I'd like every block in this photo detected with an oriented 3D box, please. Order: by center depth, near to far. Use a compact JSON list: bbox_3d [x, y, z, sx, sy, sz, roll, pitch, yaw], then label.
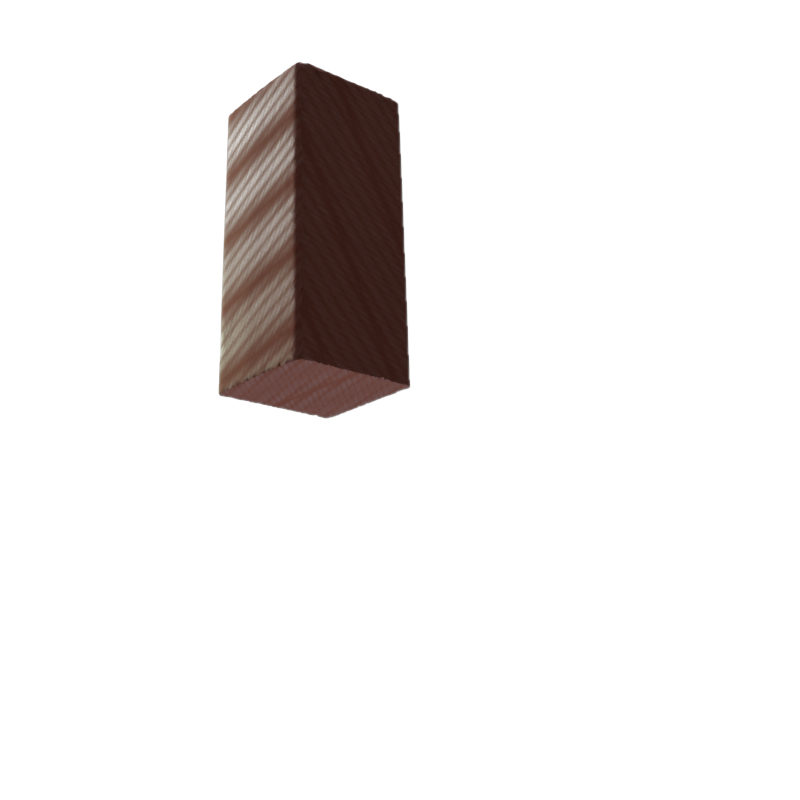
[{"bbox_3d":[-0.057,-0.105,0.735,0.086,0.218,0.090,17,-29,-36],"label":"block"}]
